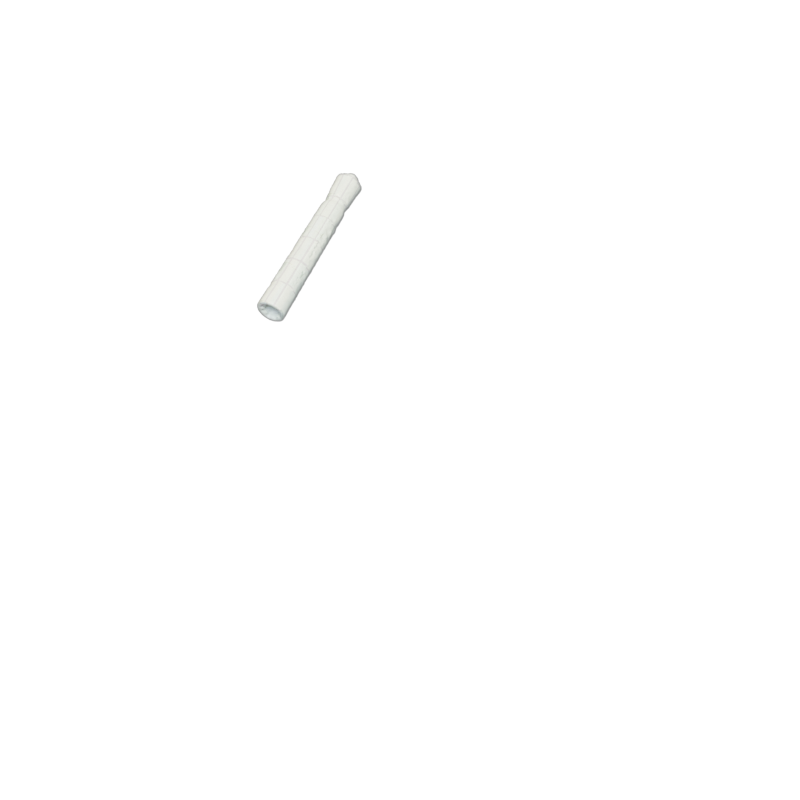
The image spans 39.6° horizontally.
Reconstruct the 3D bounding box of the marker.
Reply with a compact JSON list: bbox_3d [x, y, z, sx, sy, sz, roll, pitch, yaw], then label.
[{"bbox_3d":[-0.055,-0.101,0.707,0.020,0.126,0.018,20,-33,11],"label":"marker"}]
